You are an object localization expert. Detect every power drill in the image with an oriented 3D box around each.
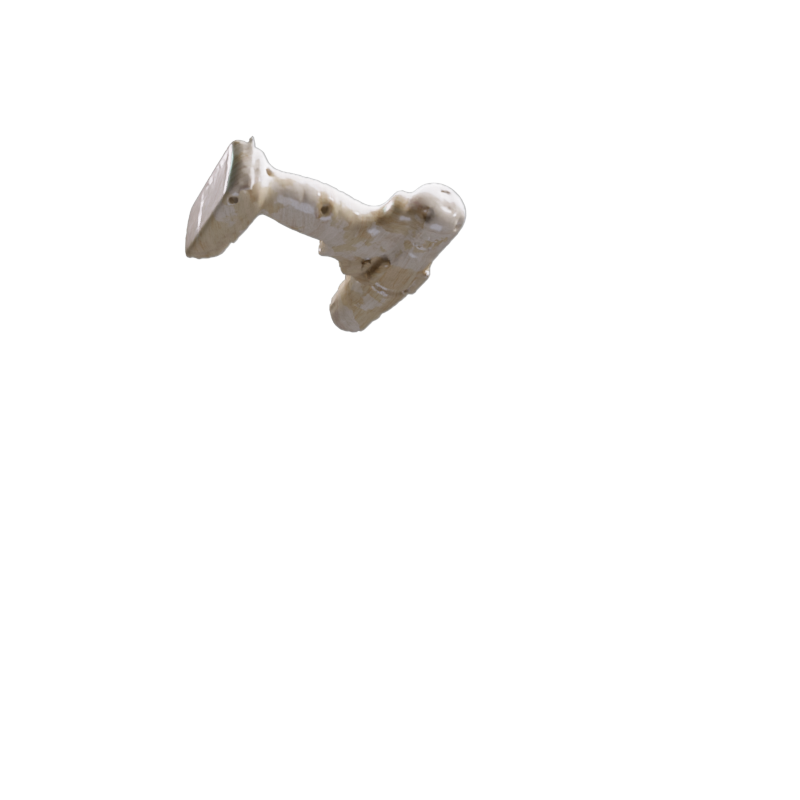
[{"bbox_3d":[-0.068,-0.123,0.863,0.181,0.061,0.179,14,-35,-22],"label":"power drill"}]
